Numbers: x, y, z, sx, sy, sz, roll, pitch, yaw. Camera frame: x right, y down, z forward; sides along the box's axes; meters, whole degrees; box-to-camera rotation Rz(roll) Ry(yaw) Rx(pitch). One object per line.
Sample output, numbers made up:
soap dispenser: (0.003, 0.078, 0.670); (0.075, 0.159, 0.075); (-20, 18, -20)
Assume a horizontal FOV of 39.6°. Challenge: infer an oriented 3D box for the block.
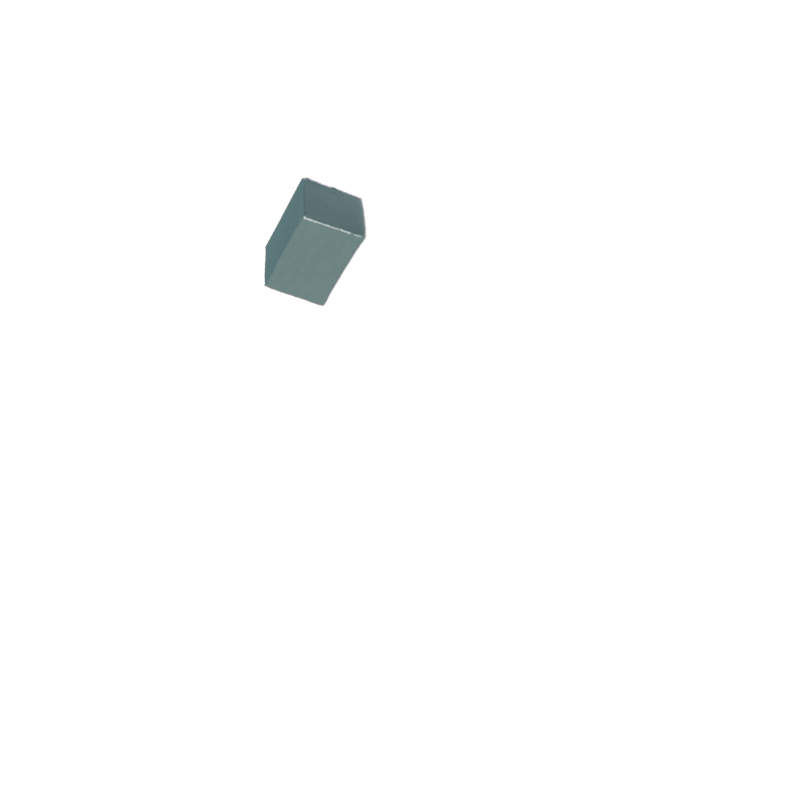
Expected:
block: (-0.067, -0.122, 0.852); (0.051, 0.055, 0.075); (20, -51, -19)
